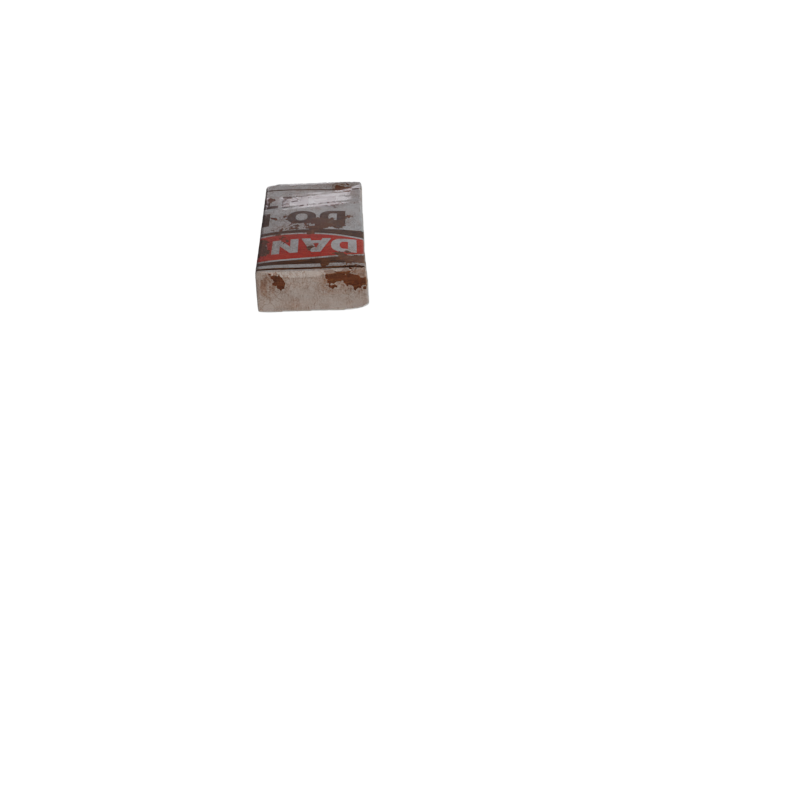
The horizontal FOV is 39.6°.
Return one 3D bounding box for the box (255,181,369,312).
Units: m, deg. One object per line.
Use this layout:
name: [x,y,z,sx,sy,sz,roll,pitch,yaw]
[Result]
box: [-0.077,-0.140,0.981,0.093,0.045,0.188,-3,35,-1]
